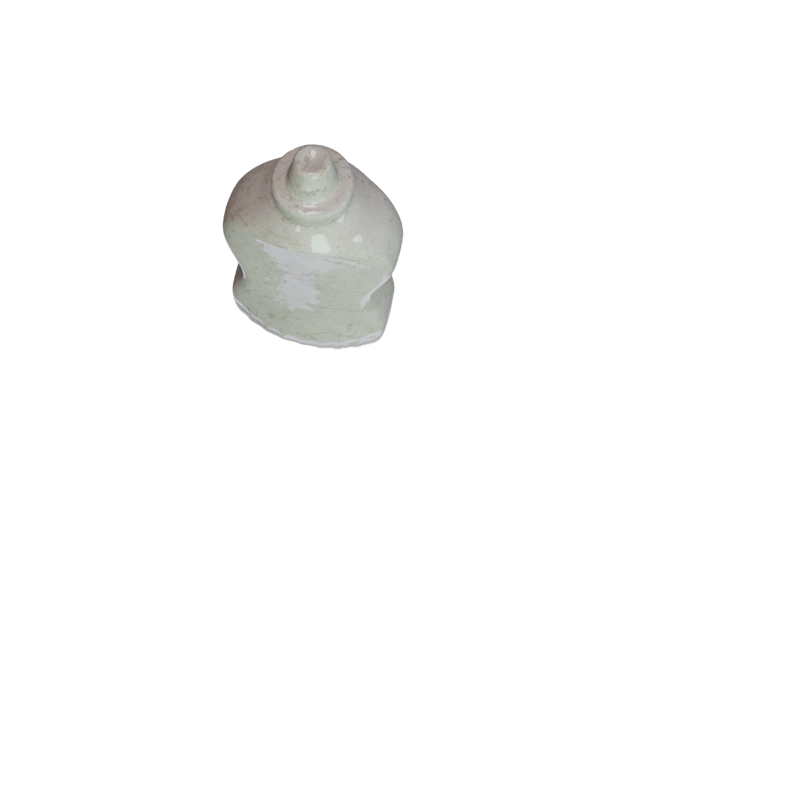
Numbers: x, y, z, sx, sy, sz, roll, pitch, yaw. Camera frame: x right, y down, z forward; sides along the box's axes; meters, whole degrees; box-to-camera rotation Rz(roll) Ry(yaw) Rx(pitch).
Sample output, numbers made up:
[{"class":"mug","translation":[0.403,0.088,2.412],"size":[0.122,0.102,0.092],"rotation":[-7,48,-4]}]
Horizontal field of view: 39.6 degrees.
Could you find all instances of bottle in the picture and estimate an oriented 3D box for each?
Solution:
[{"class":"bottle","translation":[-0.048,-0.086,0.608],"size":[0.097,0.061,0.183],"rotation":[16,-18,2]}]
